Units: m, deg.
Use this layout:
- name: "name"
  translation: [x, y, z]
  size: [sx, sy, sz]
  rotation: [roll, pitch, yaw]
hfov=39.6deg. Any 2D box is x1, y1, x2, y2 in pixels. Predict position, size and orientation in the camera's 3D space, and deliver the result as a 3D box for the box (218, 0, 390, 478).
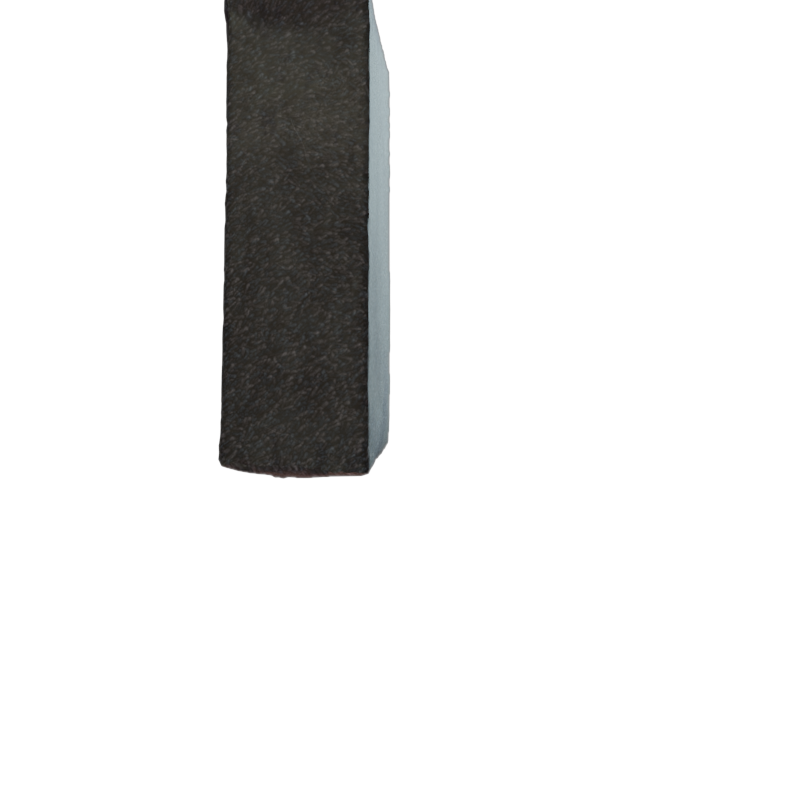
- name: "box"
  translation: [-0.042, -0.077, 0.542]
  size: [0.072, 0.217, 0.161]
  rotation: [-1, -3, 3]
